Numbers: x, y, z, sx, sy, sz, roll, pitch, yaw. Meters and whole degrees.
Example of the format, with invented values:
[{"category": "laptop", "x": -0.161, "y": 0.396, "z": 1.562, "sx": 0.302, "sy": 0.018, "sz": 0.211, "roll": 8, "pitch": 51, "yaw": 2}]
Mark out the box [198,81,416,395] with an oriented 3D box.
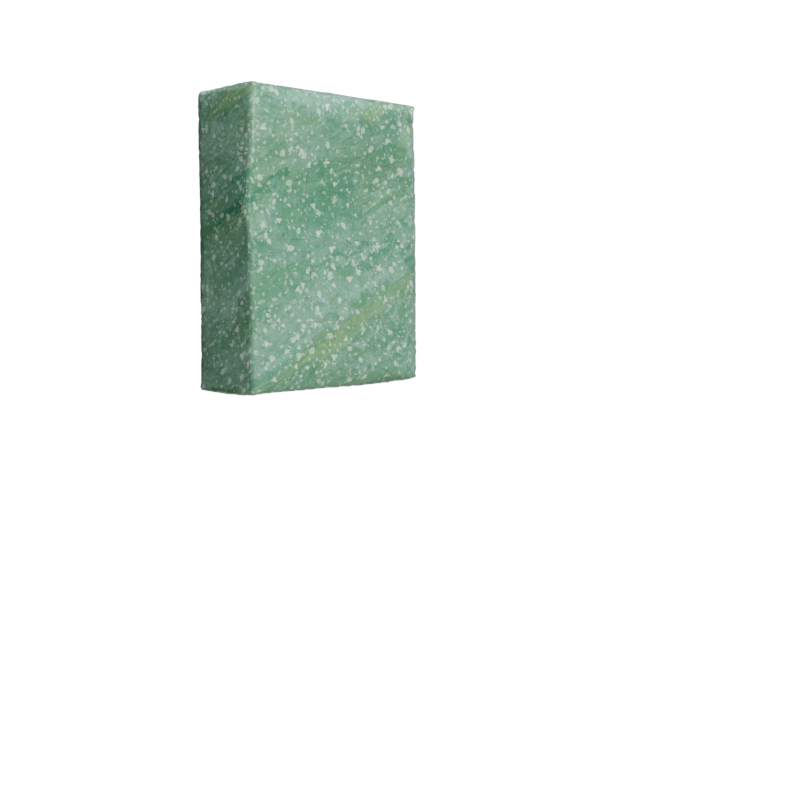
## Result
[{"category": "box", "x": -0.064, "y": -0.116, "z": 0.814, "sx": 0.158, "sy": 0.215, "sz": 0.074, "roll": -1, "pitch": 0, "yaw": -44}]
